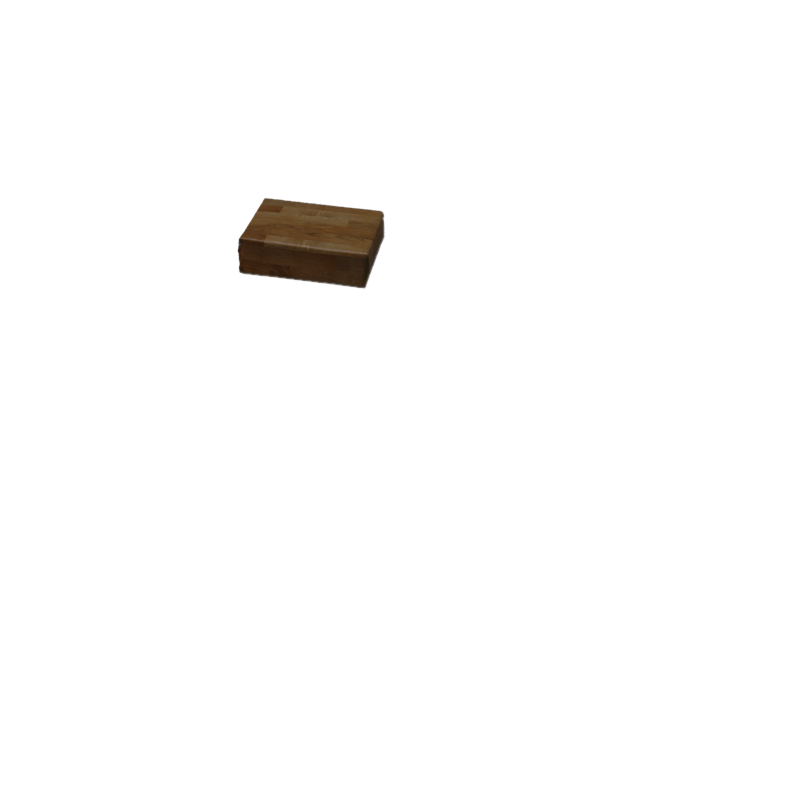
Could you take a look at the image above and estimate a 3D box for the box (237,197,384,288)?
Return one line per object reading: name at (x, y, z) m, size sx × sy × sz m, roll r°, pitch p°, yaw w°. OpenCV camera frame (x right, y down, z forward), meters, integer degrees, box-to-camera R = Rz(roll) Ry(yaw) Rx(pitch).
box at (-0.075, -0.137, 0.961) m, size 0.115 × 0.037 × 0.094 m, roll 5°, pitch 30°, yaw 9°
